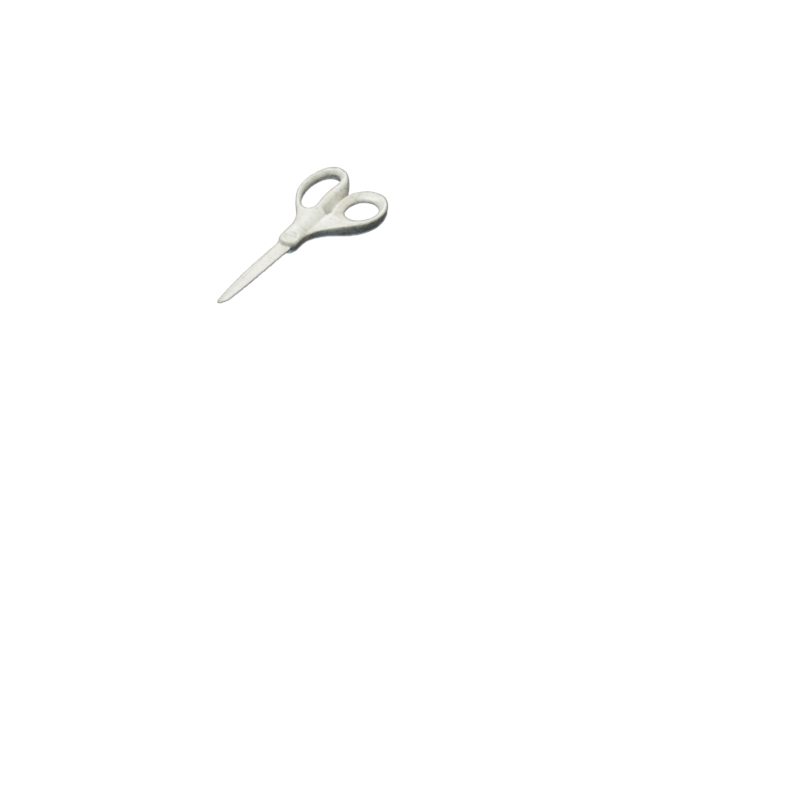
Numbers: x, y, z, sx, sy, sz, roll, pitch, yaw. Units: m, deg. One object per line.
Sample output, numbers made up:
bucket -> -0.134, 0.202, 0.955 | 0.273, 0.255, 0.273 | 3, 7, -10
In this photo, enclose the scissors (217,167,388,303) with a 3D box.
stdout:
scissors -> -0.077, -0.141, 0.986 | 0.099, 0.015, 0.211 | 14, 48, 13
